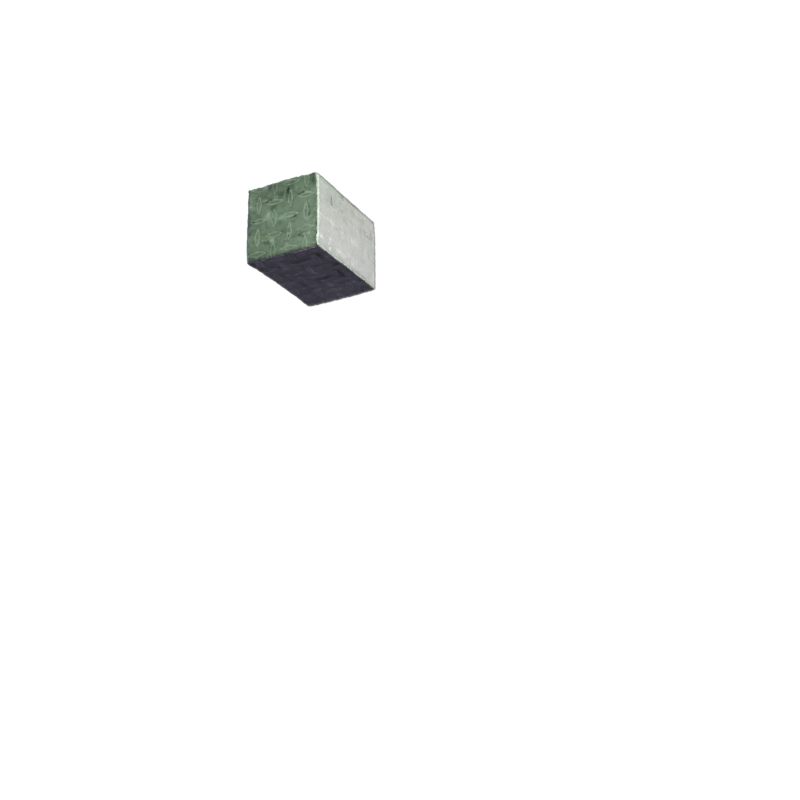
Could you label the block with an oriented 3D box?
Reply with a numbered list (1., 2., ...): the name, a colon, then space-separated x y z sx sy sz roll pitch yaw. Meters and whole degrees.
1. block: -0.055 -0.100 0.703 0.054 0.054 0.073 -12 -25 24
